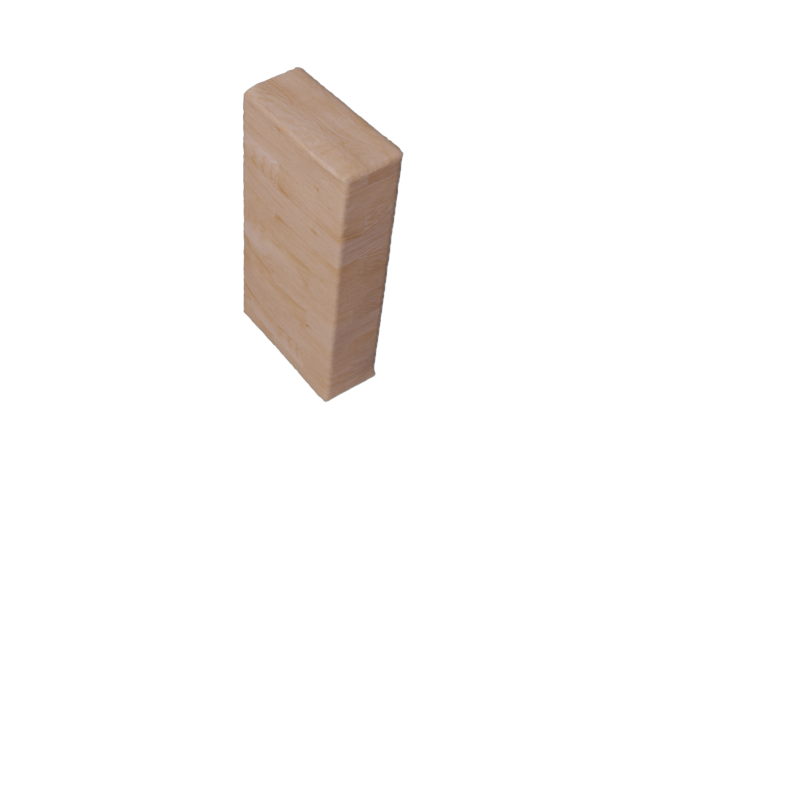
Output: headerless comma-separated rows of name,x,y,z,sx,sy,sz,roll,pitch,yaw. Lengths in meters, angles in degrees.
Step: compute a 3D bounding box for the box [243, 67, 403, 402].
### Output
box,-0.050,-0.090,0.630,0.048,0.164,0.100,-28,56,-25
